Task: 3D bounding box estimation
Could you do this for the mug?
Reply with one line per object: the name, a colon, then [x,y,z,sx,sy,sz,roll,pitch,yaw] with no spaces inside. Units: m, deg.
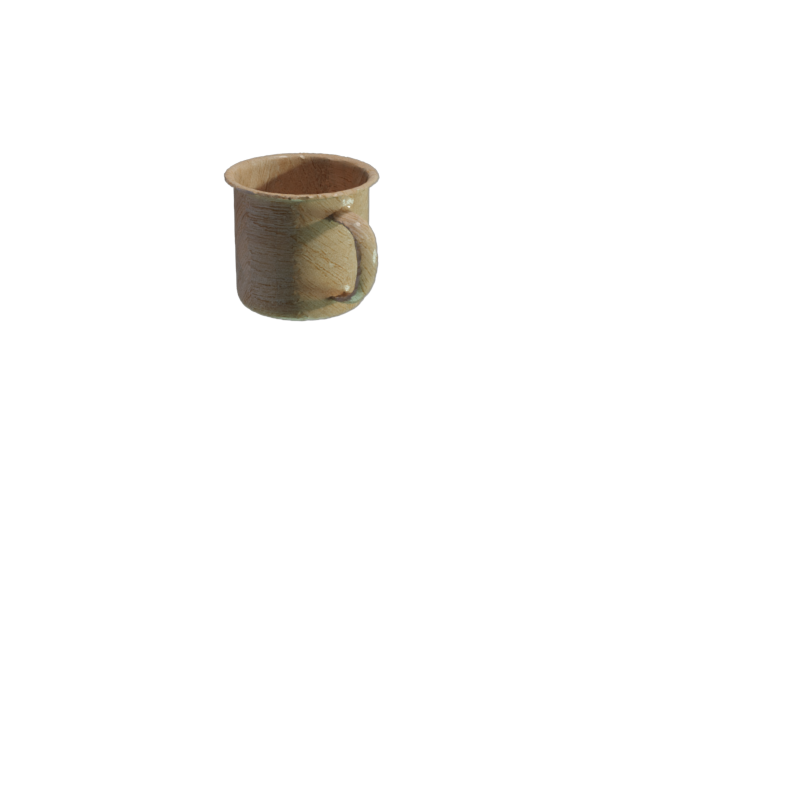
mug: [-0.052,-0.095,0.668,0.092,0.078,0.125,-18,31,-35]
